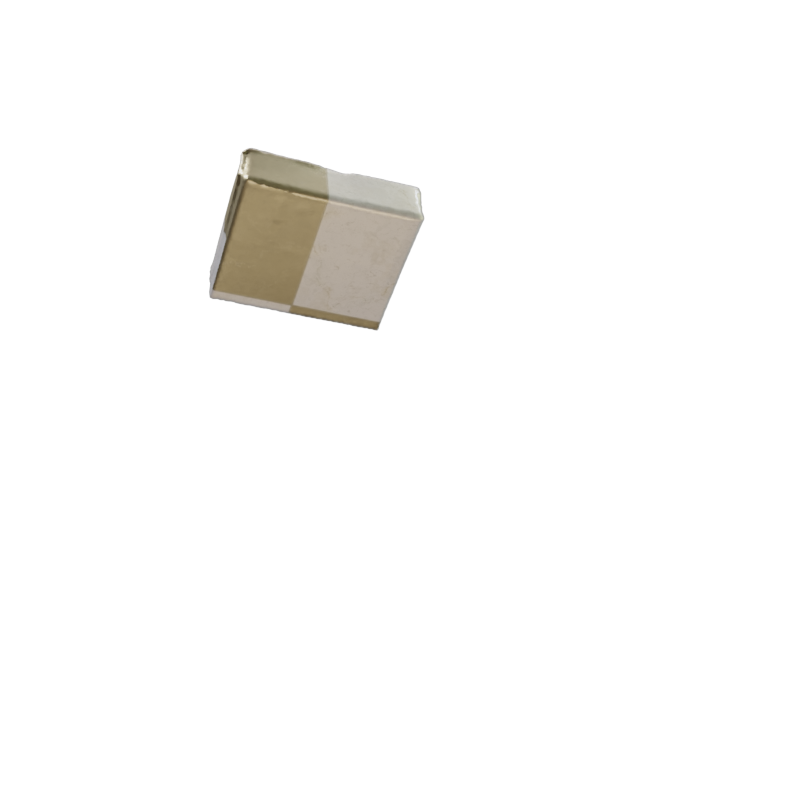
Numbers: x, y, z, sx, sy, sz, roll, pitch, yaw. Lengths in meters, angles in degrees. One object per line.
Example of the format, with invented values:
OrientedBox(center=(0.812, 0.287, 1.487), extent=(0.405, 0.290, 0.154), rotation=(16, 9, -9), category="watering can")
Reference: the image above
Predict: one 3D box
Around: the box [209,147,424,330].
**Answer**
OrientedBox(center=(-0.042, -0.077, 0.536), extent=(0.088, 0.069, 0.032), rotation=(12, 39, -11), category="box")
